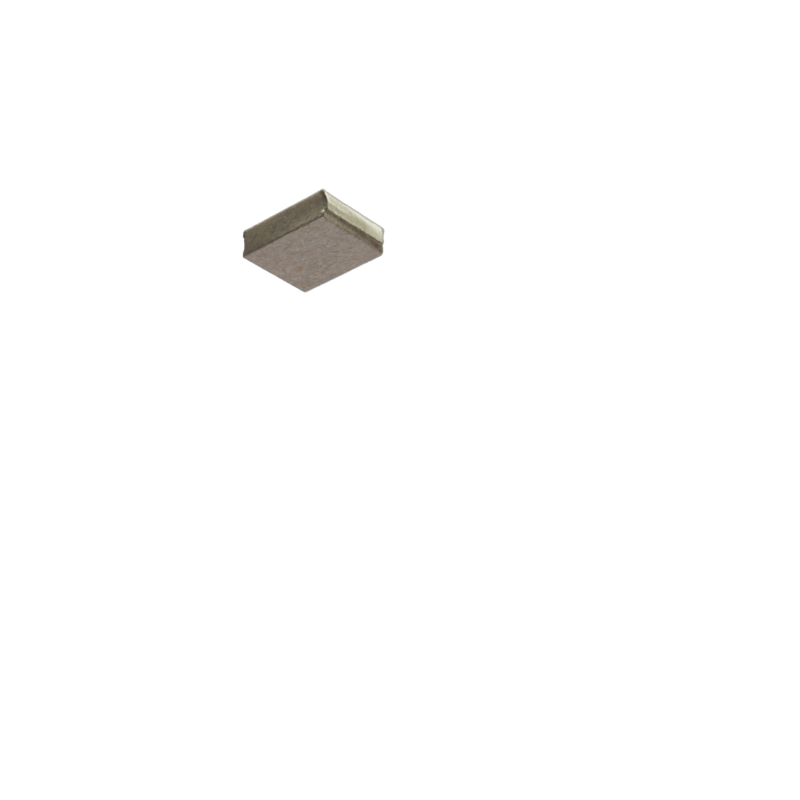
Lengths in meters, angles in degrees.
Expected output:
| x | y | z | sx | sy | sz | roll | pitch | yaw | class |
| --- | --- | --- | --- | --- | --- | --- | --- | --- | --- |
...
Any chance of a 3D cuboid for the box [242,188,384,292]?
| x | y | z | sx | sy | sz | roll | pitch | yaw | class |
| --- | --- | --- | --- | --- | --- | --- | --- | --- | --- |
| -0.069 | -0.125 | 0.878 | 0.090 | 0.032 | 0.068 | -23 | -36 | 35 | box |
